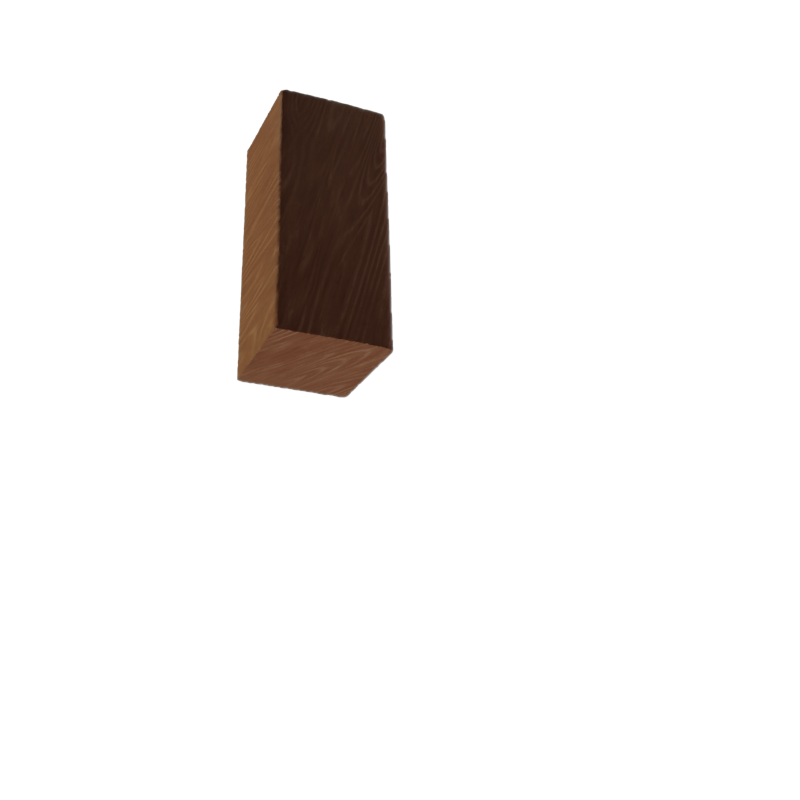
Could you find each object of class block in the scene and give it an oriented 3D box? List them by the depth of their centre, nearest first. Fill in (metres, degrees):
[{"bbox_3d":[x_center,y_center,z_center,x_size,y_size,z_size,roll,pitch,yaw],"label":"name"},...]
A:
[{"bbox_3d":[-0.065,-0.120,0.839,0.087,0.219,0.088,10,-32,-21],"label":"block"}]
